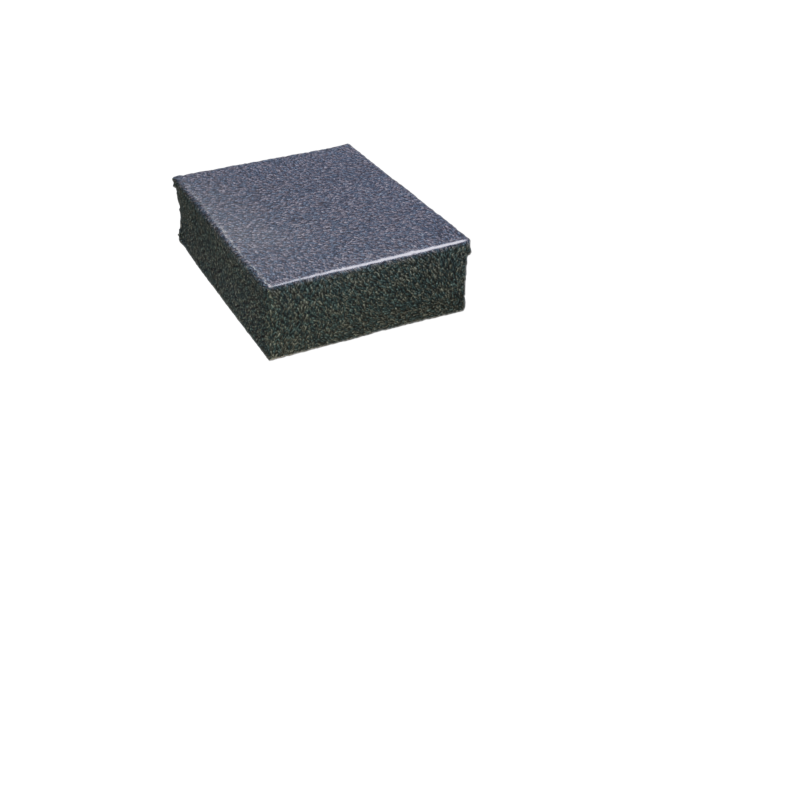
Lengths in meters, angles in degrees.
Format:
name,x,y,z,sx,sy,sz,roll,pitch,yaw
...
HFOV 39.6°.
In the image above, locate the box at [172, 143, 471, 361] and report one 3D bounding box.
name,x,y,z,sx,sy,sz,roll,pitch,yaw
box,-0.037,-0.068,0.474,0.088,0.037,0.122,-15,35,-23
